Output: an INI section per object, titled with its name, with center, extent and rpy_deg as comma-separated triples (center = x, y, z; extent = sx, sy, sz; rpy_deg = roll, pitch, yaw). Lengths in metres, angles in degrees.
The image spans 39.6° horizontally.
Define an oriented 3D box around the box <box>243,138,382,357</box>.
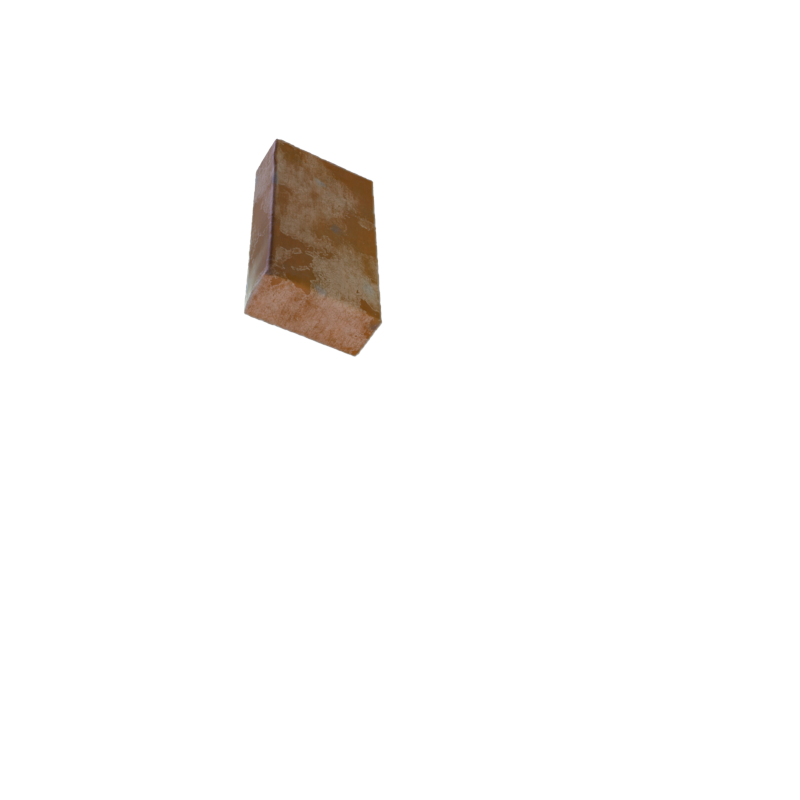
[box]
center = -0.066, -0.120, 0.840
extent = 0.090, 0.046, 0.189
rpy_deg = 21, 36, -19
